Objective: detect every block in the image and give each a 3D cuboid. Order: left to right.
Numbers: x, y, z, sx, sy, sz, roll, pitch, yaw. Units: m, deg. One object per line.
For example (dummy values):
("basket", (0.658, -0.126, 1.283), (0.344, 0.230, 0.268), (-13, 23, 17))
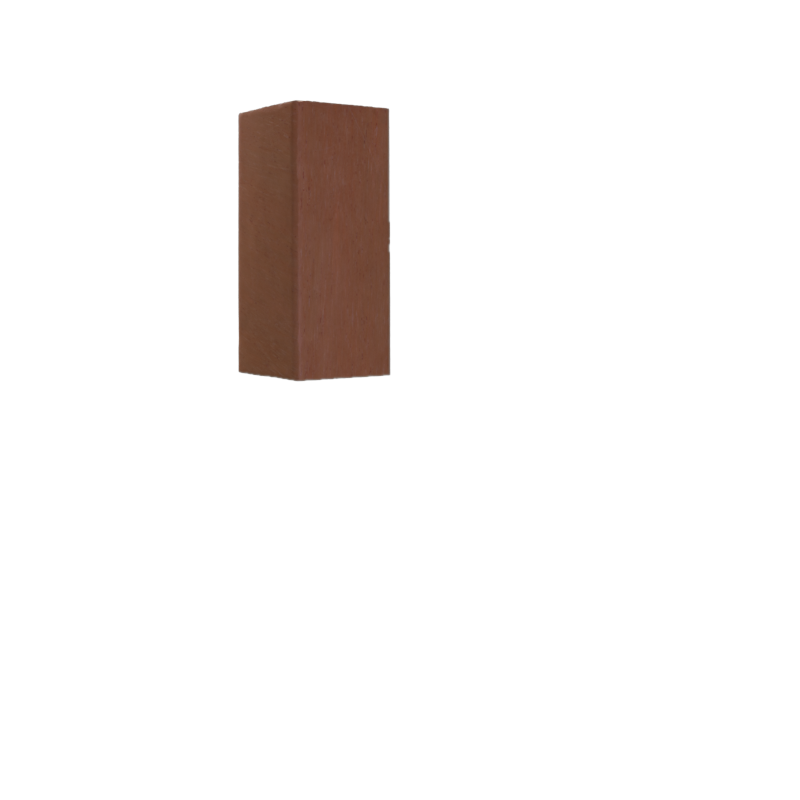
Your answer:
("block", (-0.068, -0.124, 0.866), (0.087, 0.207, 0.093), (0, 0, -36))
